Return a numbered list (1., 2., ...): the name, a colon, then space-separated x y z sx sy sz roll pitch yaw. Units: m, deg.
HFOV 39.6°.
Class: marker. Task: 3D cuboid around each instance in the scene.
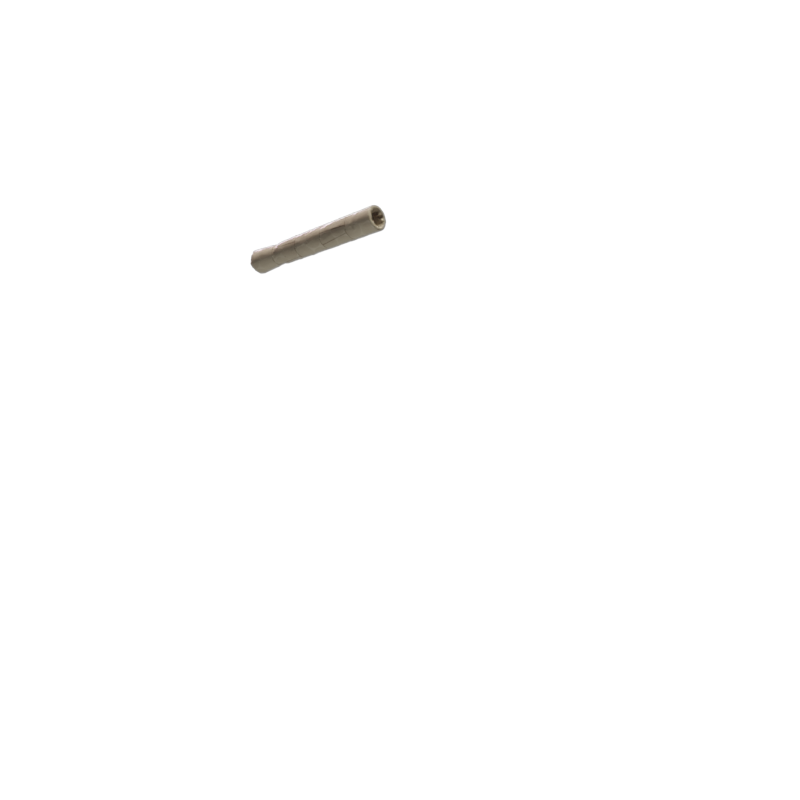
1. marker: -0.062 -0.113 0.794 0.123 0.020 0.019 -14 -5 38
